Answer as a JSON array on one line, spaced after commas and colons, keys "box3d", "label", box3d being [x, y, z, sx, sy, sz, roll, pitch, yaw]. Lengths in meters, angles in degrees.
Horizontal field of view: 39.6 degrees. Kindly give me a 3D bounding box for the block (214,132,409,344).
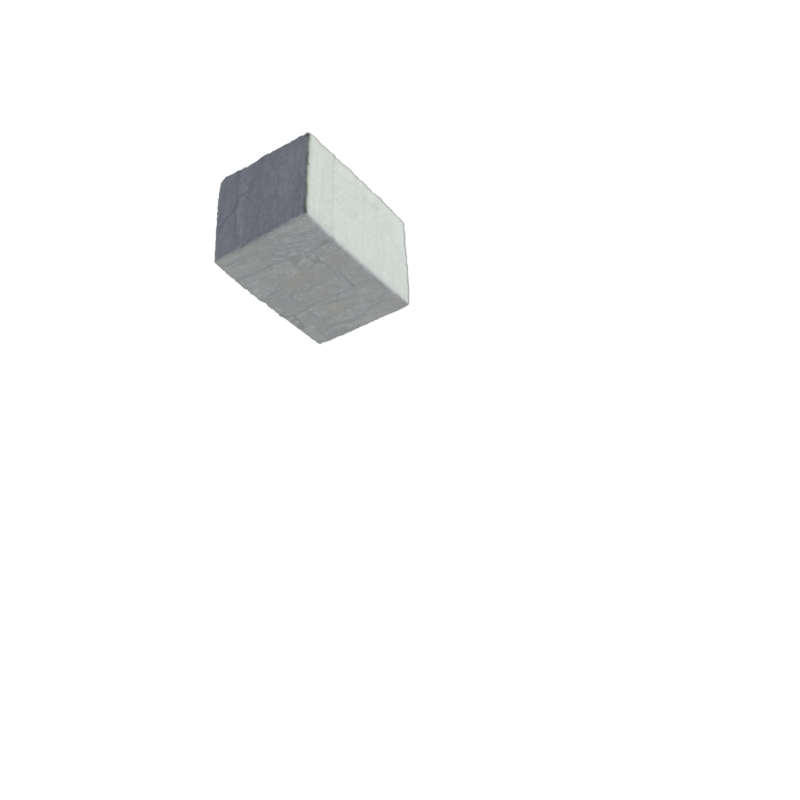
[{"box3d": [-0.039, -0.071, 0.499, 0.053, 0.055, 0.072, -24, -42, 27], "label": "block"}]
